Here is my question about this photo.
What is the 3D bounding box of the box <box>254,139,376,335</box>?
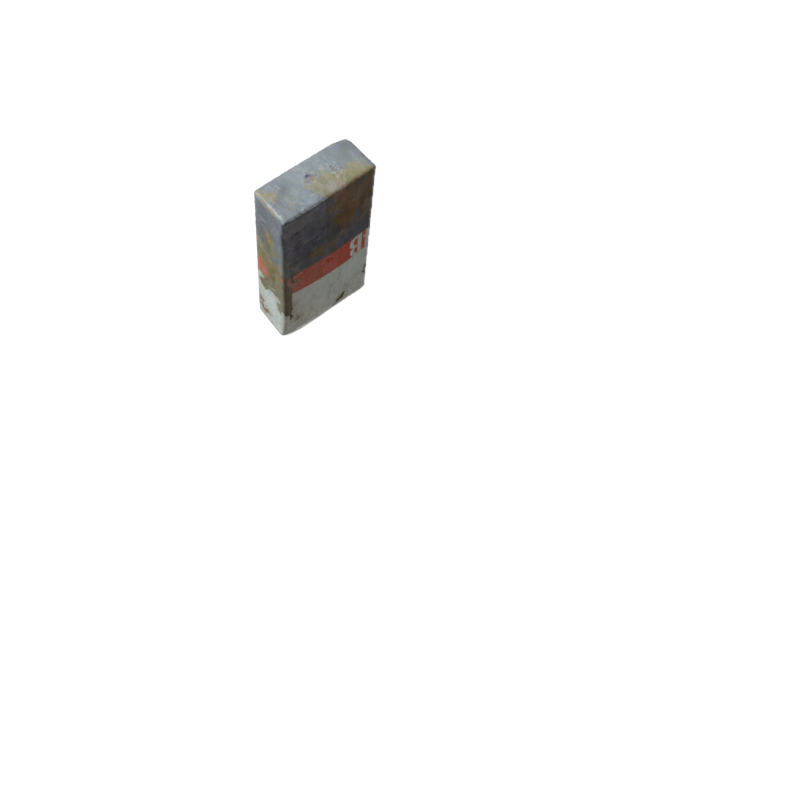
[{"bbox_3d":[-0.072,-0.131,0.915,0.094,0.051,0.165,-35,-22,-22],"label":"box"}]
